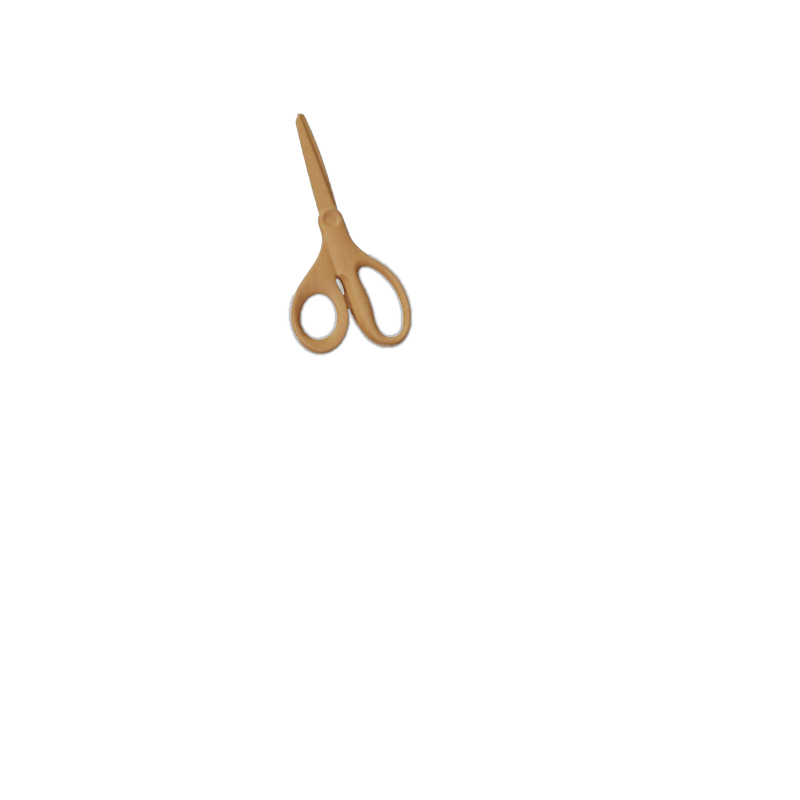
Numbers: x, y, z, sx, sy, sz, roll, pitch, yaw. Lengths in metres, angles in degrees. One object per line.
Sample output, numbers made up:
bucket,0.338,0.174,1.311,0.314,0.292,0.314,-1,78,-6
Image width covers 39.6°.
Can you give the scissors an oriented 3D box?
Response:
scissors,-0.065,-0.119,0.833,0.096,0.212,0.015,-28,-19,-11
